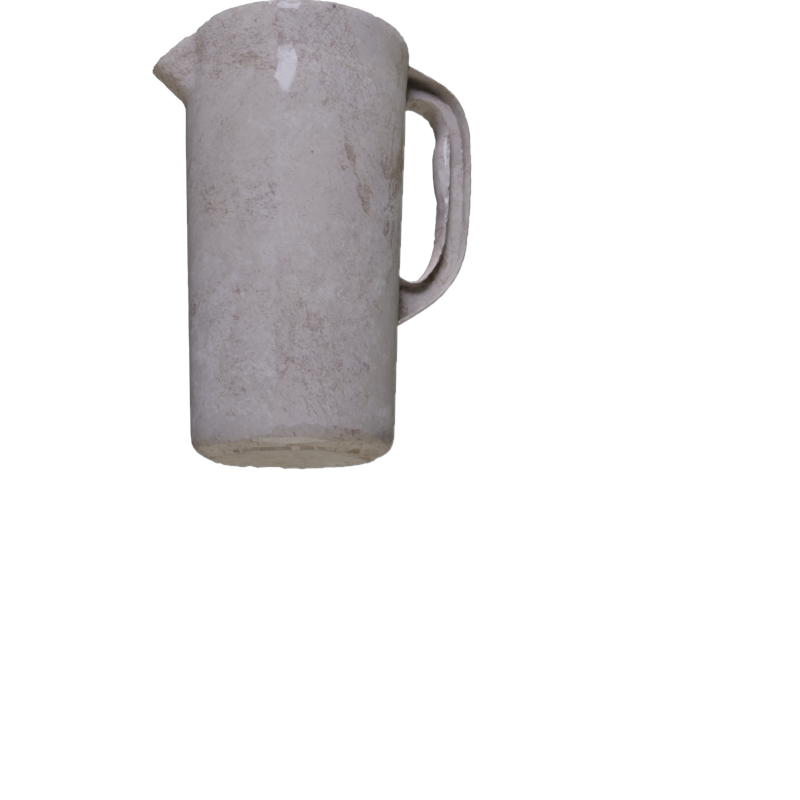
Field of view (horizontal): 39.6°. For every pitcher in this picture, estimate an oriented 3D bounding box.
[{"bbox_3d":[-0.049,-0.089,0.622,0.152,0.253,0.136,-8,-17,25],"label":"pitcher"}]
